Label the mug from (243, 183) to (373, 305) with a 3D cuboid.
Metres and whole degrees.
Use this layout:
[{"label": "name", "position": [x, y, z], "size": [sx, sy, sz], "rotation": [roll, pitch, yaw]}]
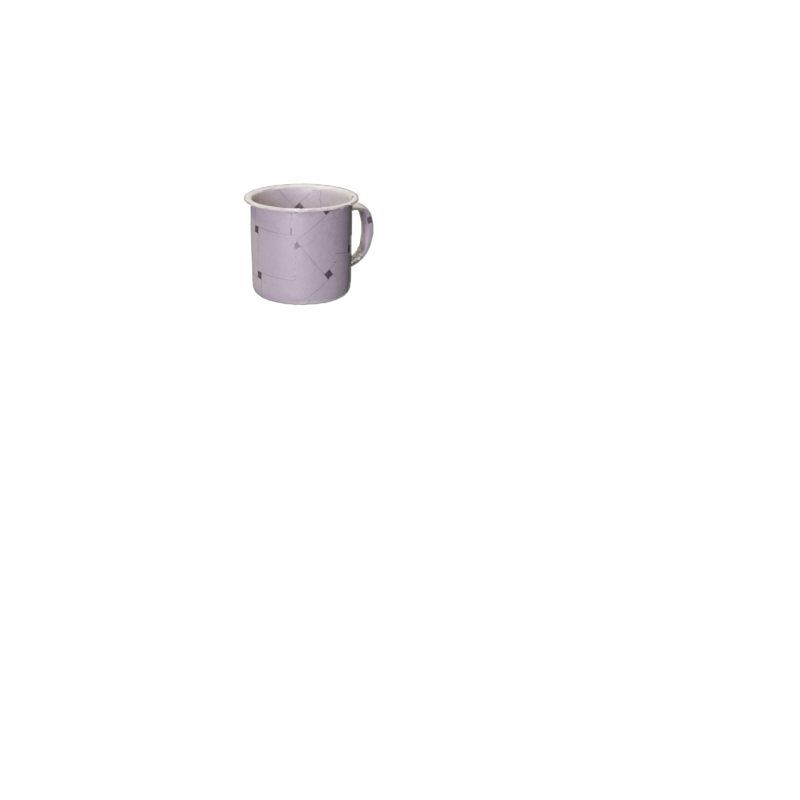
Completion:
[{"label": "mug", "position": [-0.071, -0.130, 0.912], "size": [0.115, 0.078, 0.099], "rotation": [-16, 26, -36]}]
